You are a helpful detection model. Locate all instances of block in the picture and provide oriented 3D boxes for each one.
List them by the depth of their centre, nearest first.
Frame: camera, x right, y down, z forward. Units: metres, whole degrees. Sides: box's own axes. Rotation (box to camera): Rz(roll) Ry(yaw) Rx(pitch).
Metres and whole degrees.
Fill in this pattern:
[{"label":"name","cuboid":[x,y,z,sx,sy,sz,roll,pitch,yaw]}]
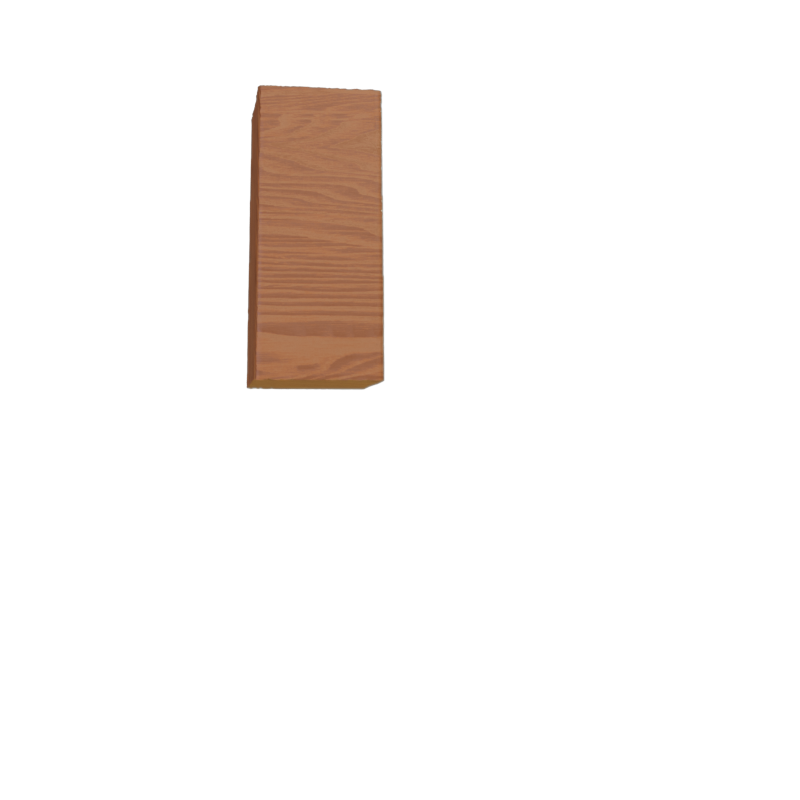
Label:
[{"label":"block","cuboid":[-0.063,-0.114,0.802,0.090,0.212,0.089,1,-10,-9]}]
